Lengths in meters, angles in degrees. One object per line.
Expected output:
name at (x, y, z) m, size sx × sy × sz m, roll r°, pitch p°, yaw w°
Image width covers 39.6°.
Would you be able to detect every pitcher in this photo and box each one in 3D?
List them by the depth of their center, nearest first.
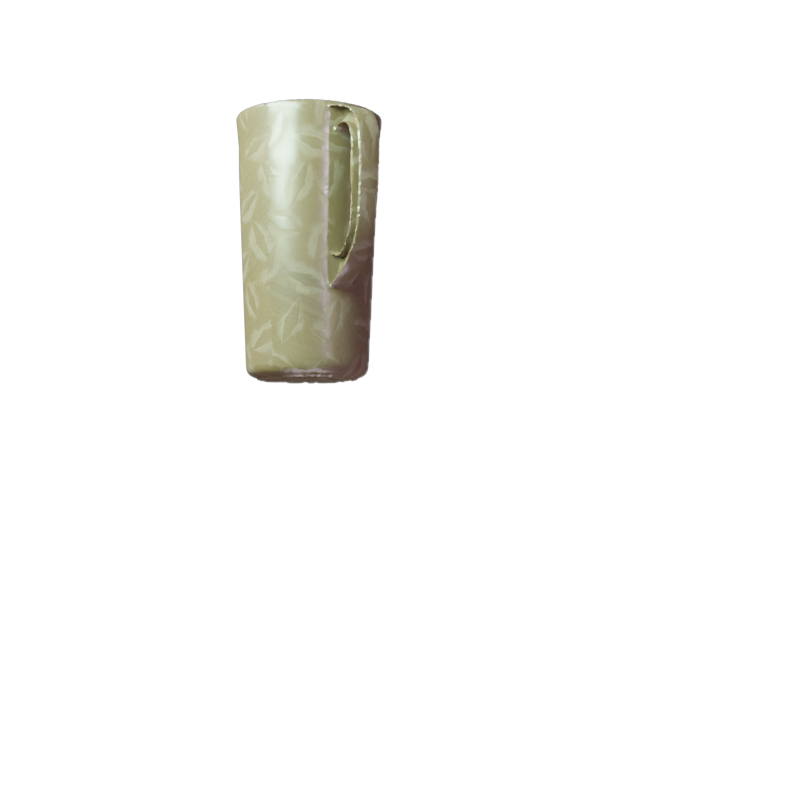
pitcher at (-0.077, -0.140, 0.983) m, size 0.147 × 0.249 × 0.143 m, roll -3°, pitch -9°, yaw 12°
